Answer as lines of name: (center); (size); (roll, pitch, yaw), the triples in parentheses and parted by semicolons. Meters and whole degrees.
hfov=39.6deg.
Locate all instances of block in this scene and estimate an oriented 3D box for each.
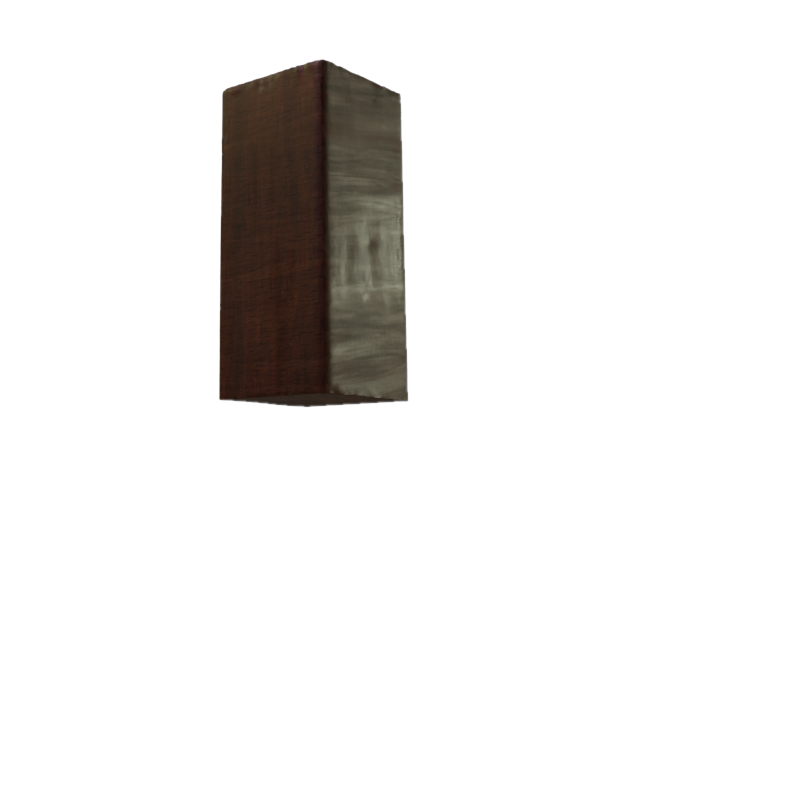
block: (-0.057, -0.103, 0.723); (0.093, 0.212, 0.085); (-9, -14, 37)
